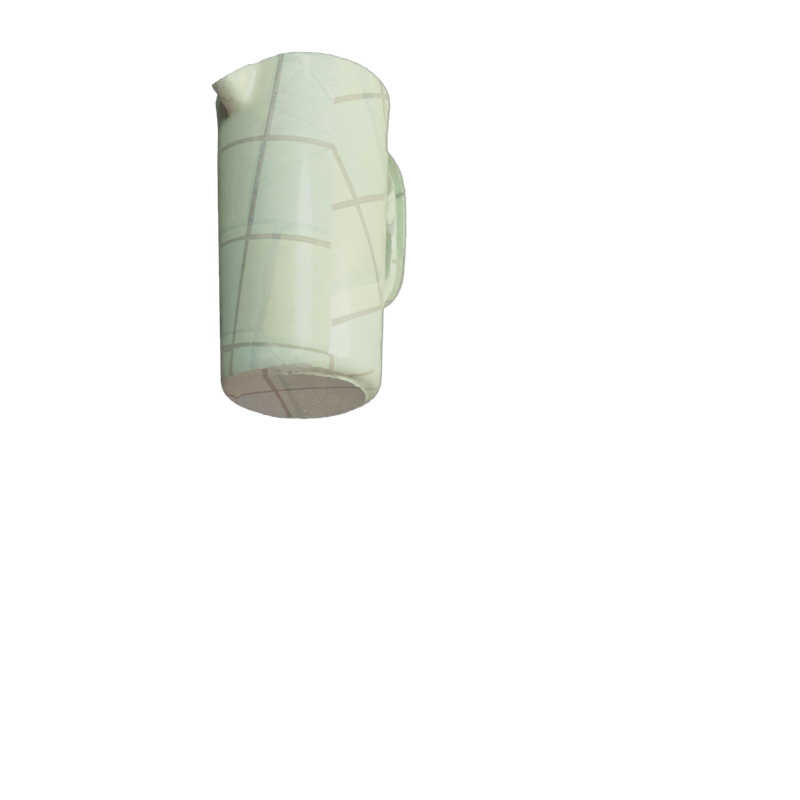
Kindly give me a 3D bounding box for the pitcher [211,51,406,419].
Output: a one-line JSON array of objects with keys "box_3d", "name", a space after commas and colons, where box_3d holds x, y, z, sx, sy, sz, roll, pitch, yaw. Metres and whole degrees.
[{"box_3d": [-0.063, -0.114, 0.799, 0.149, 0.257, 0.137, 0, -25, -3], "name": "pitcher"}]
